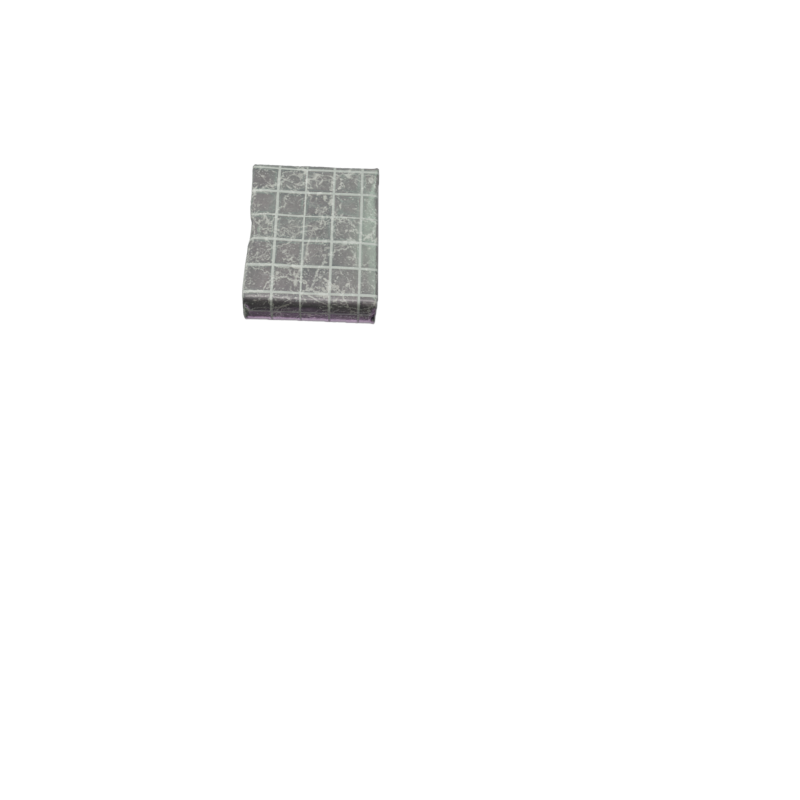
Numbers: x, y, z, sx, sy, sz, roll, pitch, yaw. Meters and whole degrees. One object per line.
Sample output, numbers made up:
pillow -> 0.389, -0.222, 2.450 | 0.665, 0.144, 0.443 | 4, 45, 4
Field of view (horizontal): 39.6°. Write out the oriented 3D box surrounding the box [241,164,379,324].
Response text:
box -> -0.048, -0.088, 0.619 | 0.073, 0.095, 0.028 | 2, -27, 0
